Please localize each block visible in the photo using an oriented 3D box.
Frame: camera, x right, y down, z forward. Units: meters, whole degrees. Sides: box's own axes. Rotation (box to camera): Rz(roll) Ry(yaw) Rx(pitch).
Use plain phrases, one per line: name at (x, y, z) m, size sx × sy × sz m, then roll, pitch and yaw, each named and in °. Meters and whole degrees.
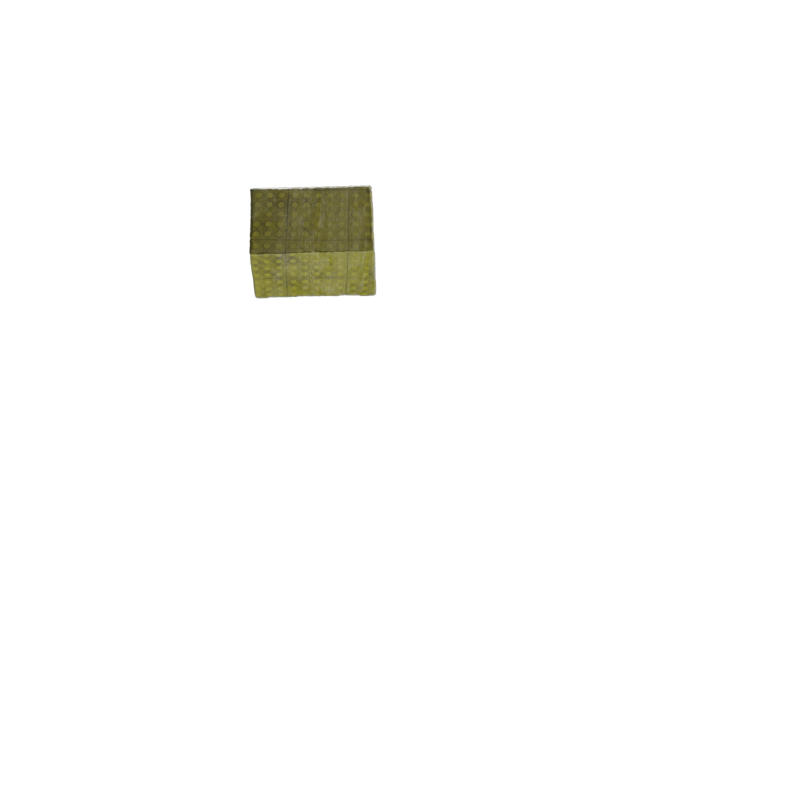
block at (-0.054, -0.099, 0.692) m, size 0.078 × 0.055 × 0.049 m, roll -1°, pitch -31°, yaw 0°
